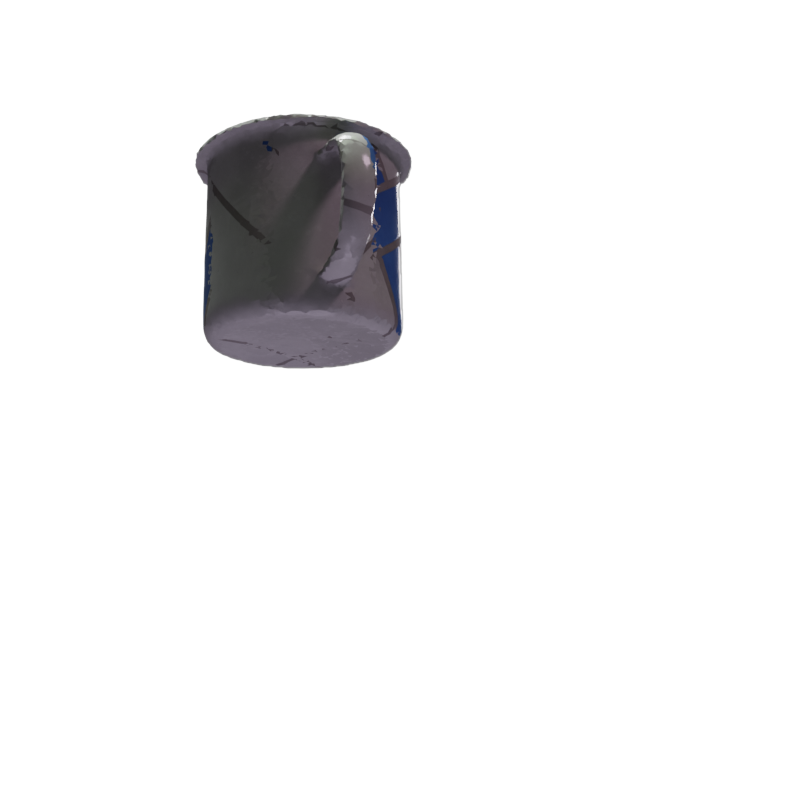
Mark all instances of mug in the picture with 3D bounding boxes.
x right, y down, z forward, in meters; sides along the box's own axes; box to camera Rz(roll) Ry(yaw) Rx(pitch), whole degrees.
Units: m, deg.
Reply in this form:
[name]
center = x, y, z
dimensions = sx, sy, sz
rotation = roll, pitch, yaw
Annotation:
[mug]
center = -0.035, -0.065, 0.453
dimensions = 0.090, 0.085, 0.116
rotation = 7, -19, -23
